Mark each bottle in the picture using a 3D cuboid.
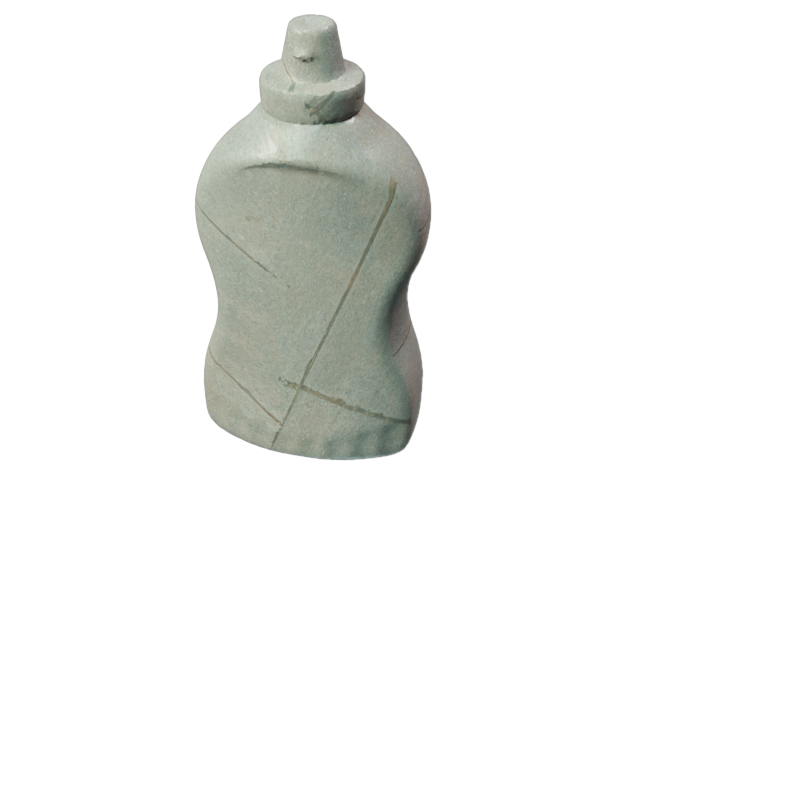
[{"bbox_3d":[-0.036,-0.066,0.462,0.098,0.180,0.061,10,33,12],"label":"bottle"}]
